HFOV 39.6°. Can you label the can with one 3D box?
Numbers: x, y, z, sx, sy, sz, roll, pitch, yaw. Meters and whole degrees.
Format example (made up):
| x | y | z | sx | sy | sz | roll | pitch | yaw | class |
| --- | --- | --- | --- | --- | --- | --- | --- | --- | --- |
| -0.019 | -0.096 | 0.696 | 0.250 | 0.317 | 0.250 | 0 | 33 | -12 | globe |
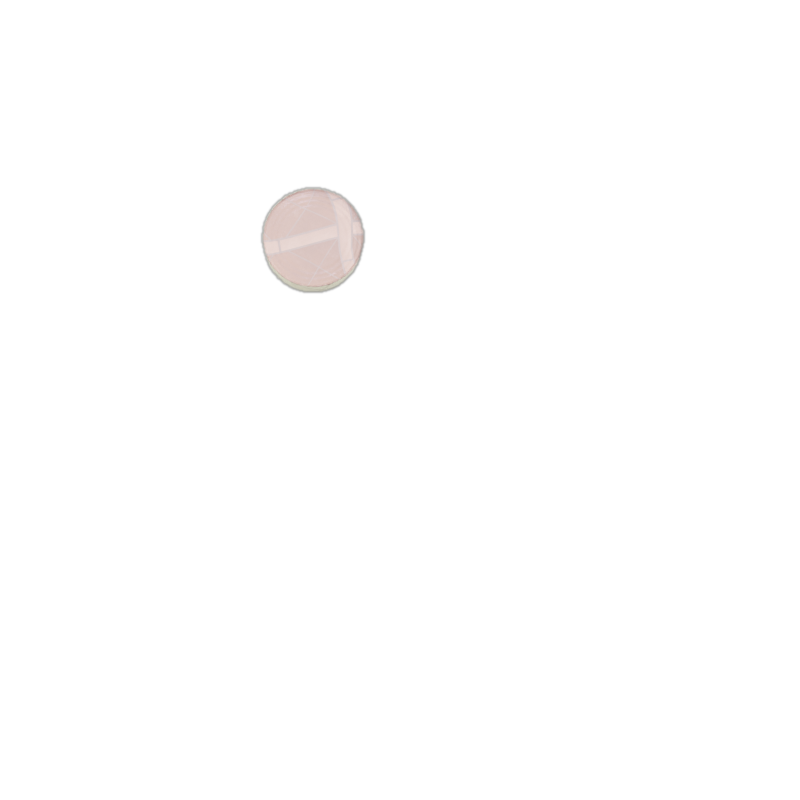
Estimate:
| x | y | z | sx | sy | sz | roll | pitch | yaw | class |
| --- | --- | --- | --- | --- | --- | --- | --- | --- | --- |
| -0.074 | -0.135 | 0.947 | 0.086 | 0.089 | 0.032 | 0 | -13 | -1 | can |
